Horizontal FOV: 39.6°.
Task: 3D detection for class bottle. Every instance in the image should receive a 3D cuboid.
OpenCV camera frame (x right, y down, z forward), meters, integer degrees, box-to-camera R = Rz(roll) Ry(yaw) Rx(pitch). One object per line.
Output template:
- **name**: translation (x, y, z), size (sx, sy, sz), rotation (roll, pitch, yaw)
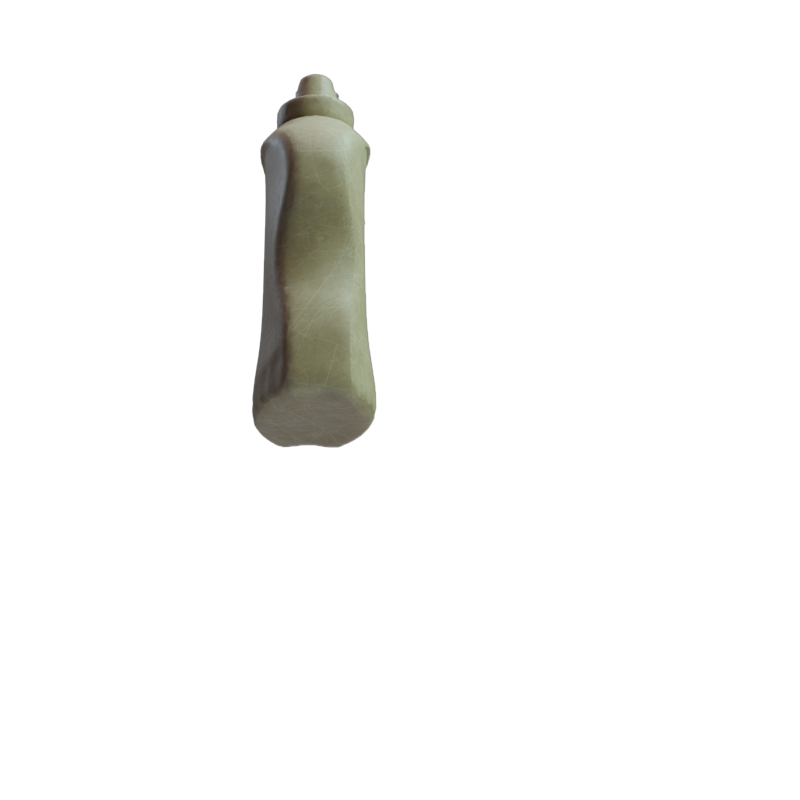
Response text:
- **bottle**: translation (-0.043, -0.080, 0.558), size (0.058, 0.202, 0.091), rotation (0, -23, -4)
